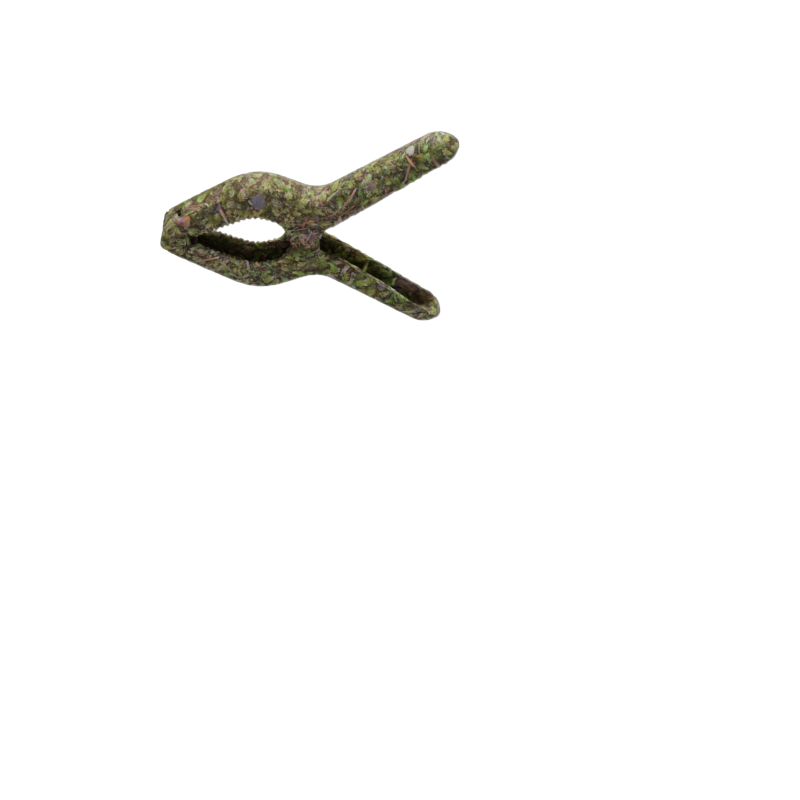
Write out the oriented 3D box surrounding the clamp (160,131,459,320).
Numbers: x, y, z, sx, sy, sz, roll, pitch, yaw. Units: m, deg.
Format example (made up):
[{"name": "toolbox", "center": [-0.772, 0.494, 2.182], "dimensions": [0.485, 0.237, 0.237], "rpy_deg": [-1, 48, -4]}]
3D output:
[{"name": "clamp", "center": [-0.062, -0.112, 0.786], "dimensions": [0.211, 0.152, 0.039], "rpy_deg": [-4, 44, 4]}]
